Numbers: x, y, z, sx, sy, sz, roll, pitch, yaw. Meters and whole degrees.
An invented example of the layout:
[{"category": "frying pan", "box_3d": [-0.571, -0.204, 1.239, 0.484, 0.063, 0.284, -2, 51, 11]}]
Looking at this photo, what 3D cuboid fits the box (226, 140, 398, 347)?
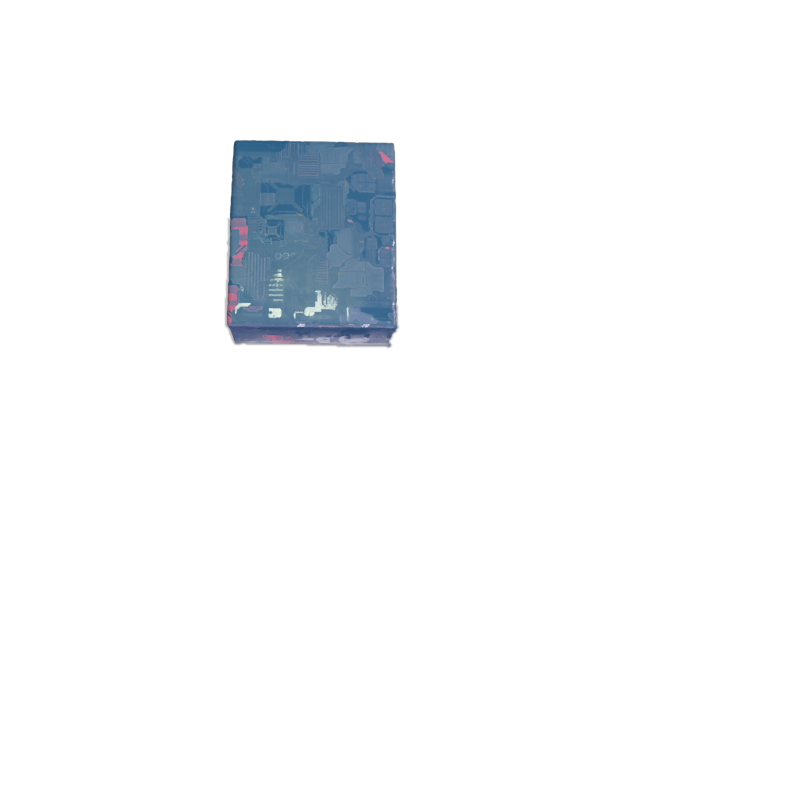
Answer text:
[{"category": "box", "box_3d": [-0.048, -0.087, 0.607, 0.090, 0.119, 0.037, 0, -20, -1]}]
